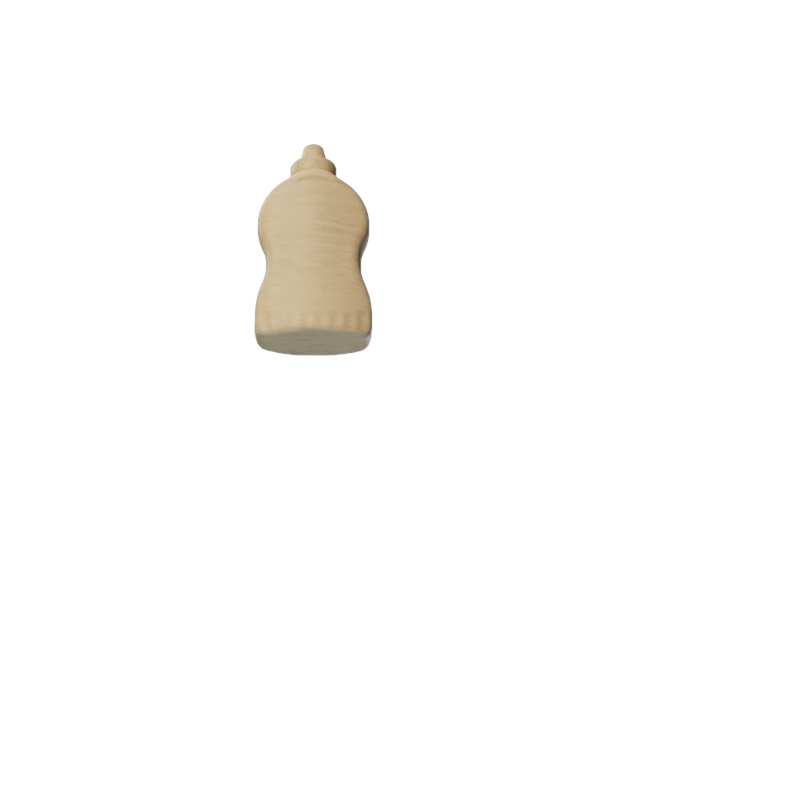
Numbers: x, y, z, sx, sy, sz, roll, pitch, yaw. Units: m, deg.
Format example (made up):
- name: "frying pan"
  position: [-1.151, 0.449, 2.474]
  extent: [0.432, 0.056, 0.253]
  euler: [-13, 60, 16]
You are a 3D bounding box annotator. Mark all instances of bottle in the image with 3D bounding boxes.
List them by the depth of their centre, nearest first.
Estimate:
- name: "bottle"
  position: [-0.074, -0.135, 0.948]
  extent: [0.096, 0.203, 0.055]
  euler: [-1, -27, -1]
